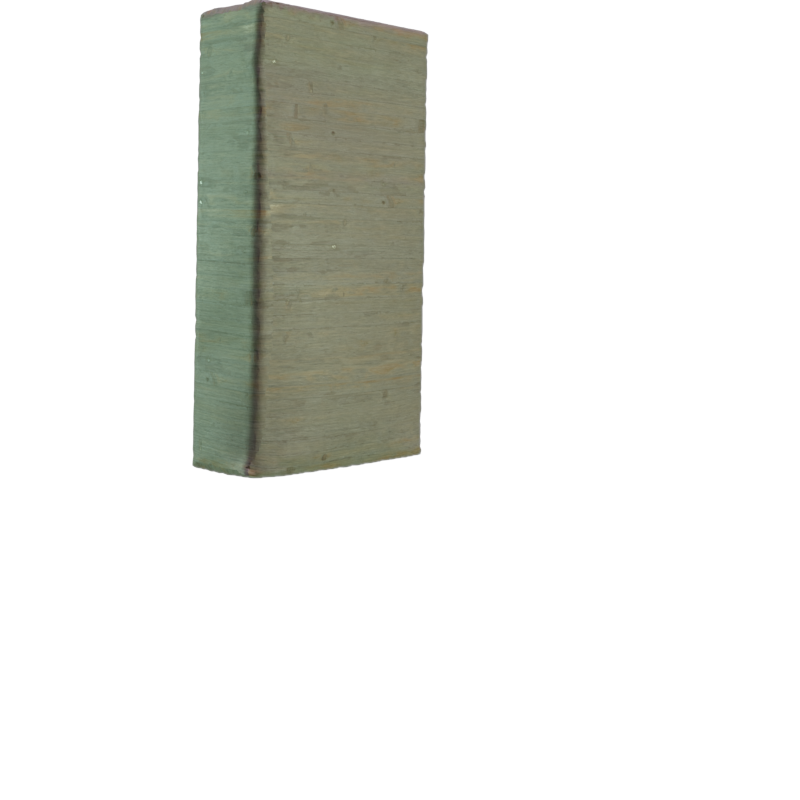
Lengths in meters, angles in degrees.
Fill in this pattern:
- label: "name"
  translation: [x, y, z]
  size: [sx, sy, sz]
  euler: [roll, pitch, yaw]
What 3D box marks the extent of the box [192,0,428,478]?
- label: "box"
  translation: [-0.035, -0.063, 0.442]
  size: [0.090, 0.177, 0.050]
  euler: [0, -1, -45]
